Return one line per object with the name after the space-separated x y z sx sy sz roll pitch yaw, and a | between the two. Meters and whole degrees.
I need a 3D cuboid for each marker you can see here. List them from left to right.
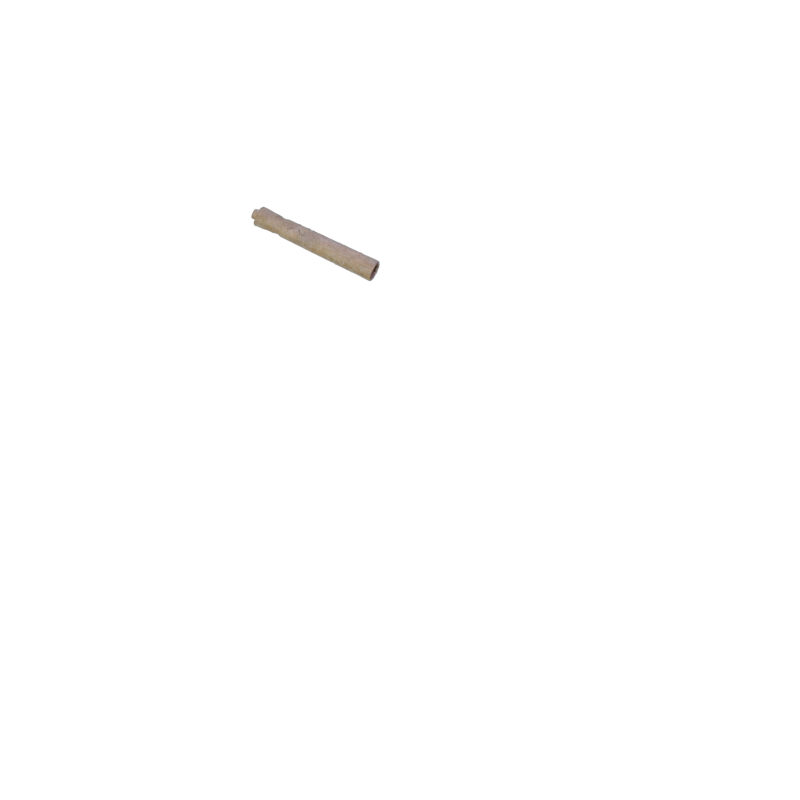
-0.075 -0.136 0.952 0.125 0.019 0.019 27 11 16 | marker
